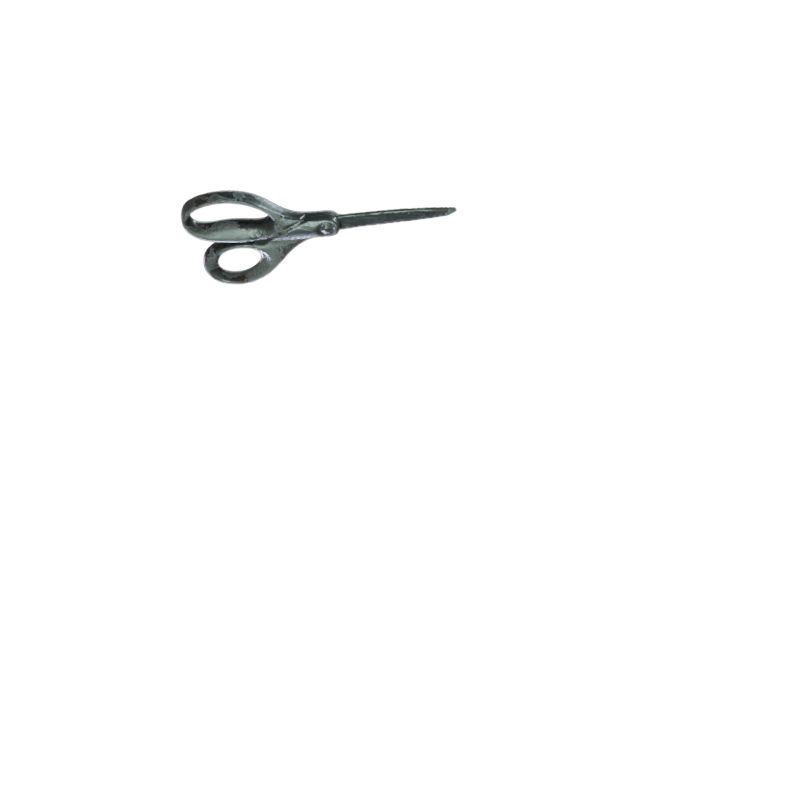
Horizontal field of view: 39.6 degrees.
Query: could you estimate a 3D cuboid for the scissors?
[{"bbox_3d":[-0.066,-0.120,0.840,0.200,0.017,0.090,5,-43,-6],"label":"scissors"}]
